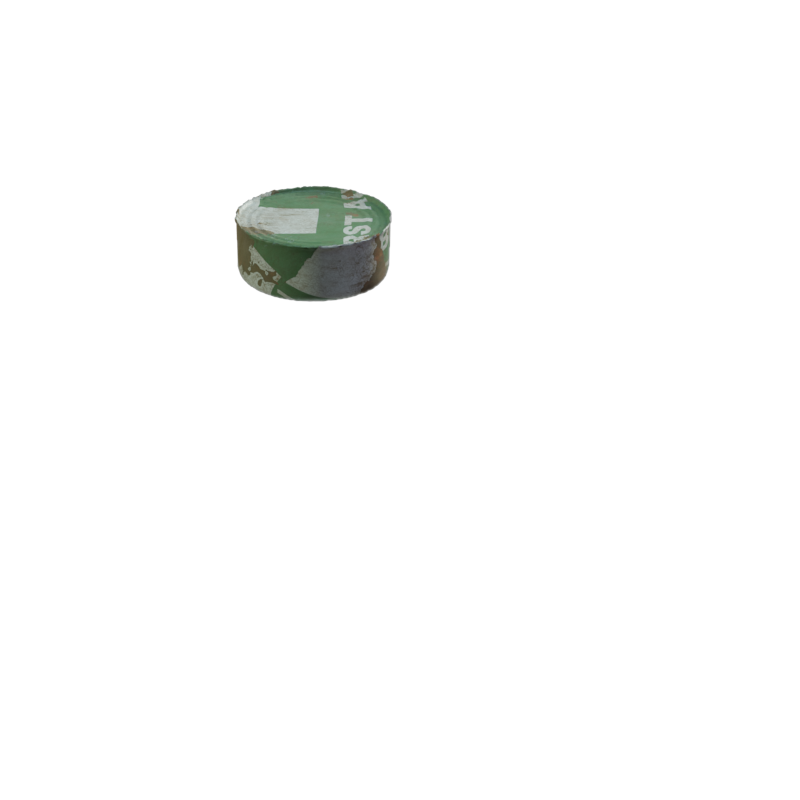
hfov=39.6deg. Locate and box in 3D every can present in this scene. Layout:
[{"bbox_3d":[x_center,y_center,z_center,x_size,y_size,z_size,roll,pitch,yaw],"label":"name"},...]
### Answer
[{"bbox_3d":[-0.048,-0.087,0.611,0.086,0.032,0.091,-1,30,-2],"label":"can"}]
